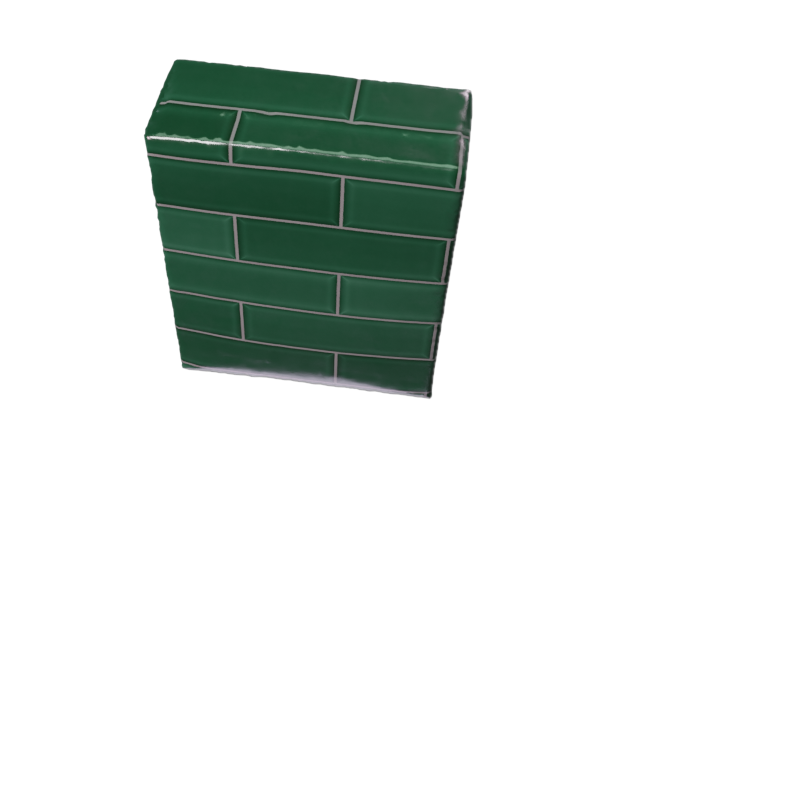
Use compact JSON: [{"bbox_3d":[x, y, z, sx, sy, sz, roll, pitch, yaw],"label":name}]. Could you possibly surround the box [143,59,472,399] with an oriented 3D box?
[{"bbox_3d":[-0.051,-0.092,0.646,0.165,0.076,0.200,8,-35,3],"label":"box"}]
